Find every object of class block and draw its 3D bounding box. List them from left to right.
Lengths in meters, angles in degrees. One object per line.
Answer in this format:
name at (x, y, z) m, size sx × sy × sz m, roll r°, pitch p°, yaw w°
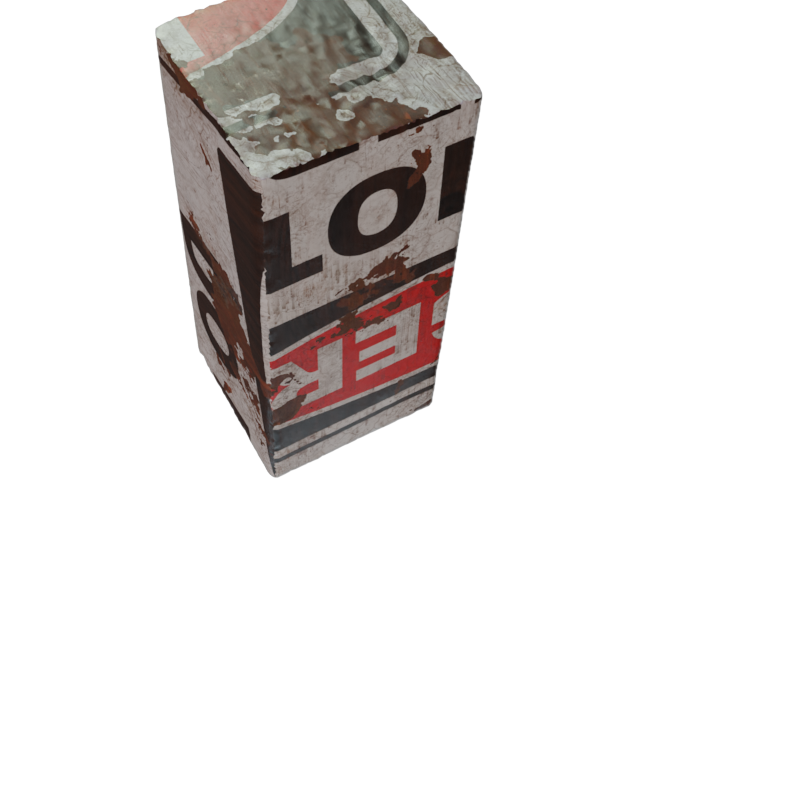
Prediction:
block at (-0.037, -0.068, 0.472) m, size 0.090 × 0.097 × 0.193 m, roll -24°, pitch -29°, yaw -19°
